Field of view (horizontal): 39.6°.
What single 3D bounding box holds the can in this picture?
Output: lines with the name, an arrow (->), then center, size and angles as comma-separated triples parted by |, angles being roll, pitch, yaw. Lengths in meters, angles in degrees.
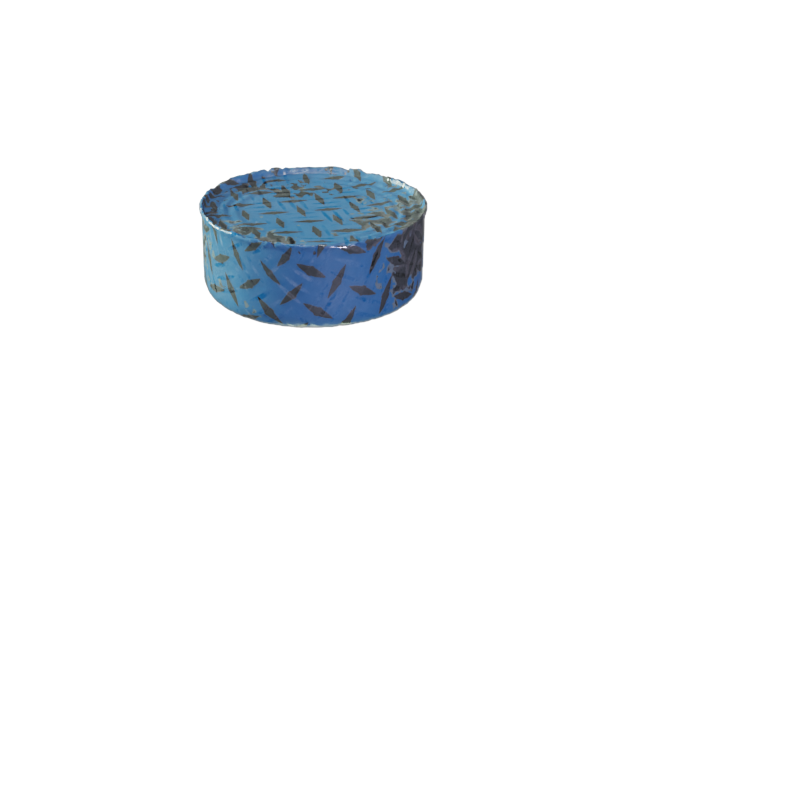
can -> -0.033, -0.061, 0.424 | 0.086, 0.032, 0.091 | -1, 28, -2
